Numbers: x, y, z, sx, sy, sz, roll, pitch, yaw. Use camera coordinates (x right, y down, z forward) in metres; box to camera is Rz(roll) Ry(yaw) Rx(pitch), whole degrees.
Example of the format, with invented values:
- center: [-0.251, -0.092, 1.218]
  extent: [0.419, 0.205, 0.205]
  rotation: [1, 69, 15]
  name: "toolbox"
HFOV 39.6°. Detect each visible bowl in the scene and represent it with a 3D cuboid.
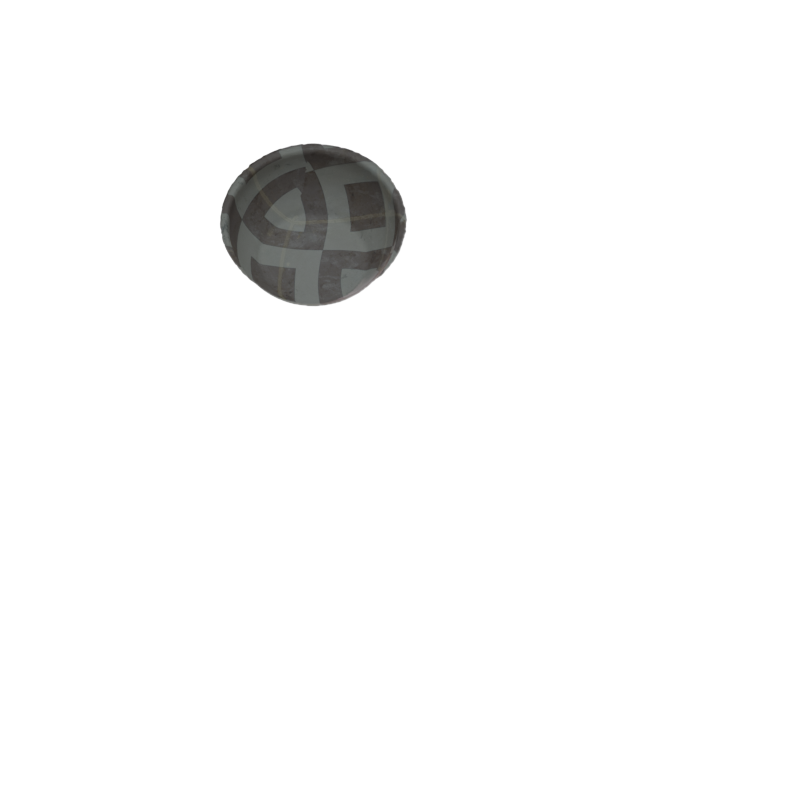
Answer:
- center: [-0.074, -0.134, 0.941]
  extent: [0.162, 0.151, 0.059]
  rotation: [1, 38, -1]
  name: "bowl"
